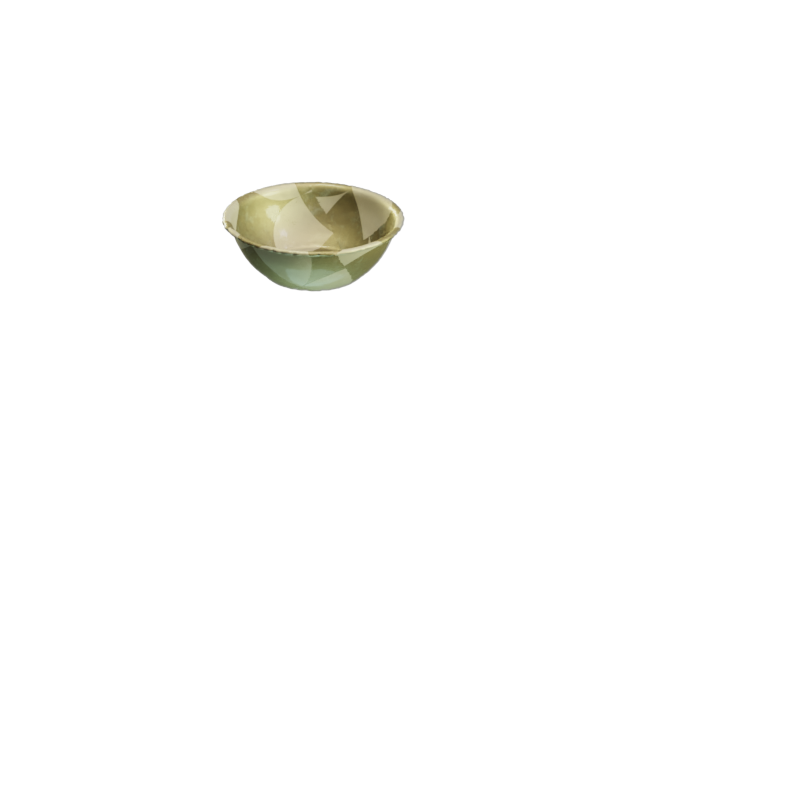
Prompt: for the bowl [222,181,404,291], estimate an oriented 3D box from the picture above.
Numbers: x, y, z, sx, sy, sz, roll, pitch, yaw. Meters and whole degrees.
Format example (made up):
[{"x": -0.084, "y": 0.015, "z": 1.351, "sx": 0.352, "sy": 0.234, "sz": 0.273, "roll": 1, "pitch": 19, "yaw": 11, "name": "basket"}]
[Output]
[{"x": -0.078, "y": -0.142, "z": 0.996, "sx": 0.162, "sy": 0.052, "sz": 0.172, "roll": -1, "pitch": 31, "yaw": -2, "name": "bowl"}]
